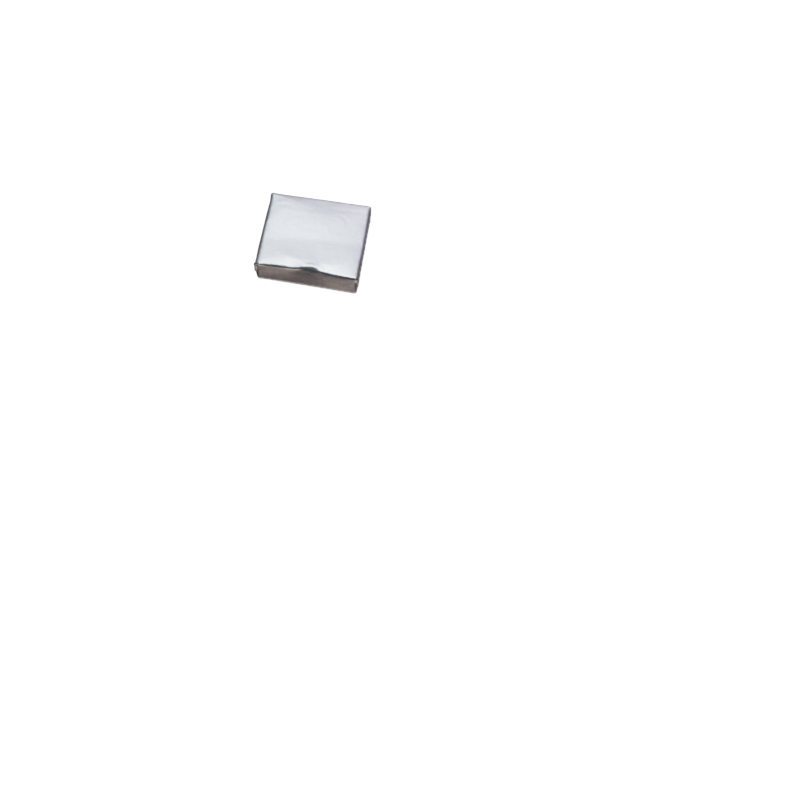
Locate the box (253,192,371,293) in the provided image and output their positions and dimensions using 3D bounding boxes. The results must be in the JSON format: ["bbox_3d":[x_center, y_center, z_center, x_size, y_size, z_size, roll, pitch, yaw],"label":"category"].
[{"bbox_3d":[-0.074,-0.135,0.947,0.090,0.077,0.028,9,-28,4],"label":"box"}]
